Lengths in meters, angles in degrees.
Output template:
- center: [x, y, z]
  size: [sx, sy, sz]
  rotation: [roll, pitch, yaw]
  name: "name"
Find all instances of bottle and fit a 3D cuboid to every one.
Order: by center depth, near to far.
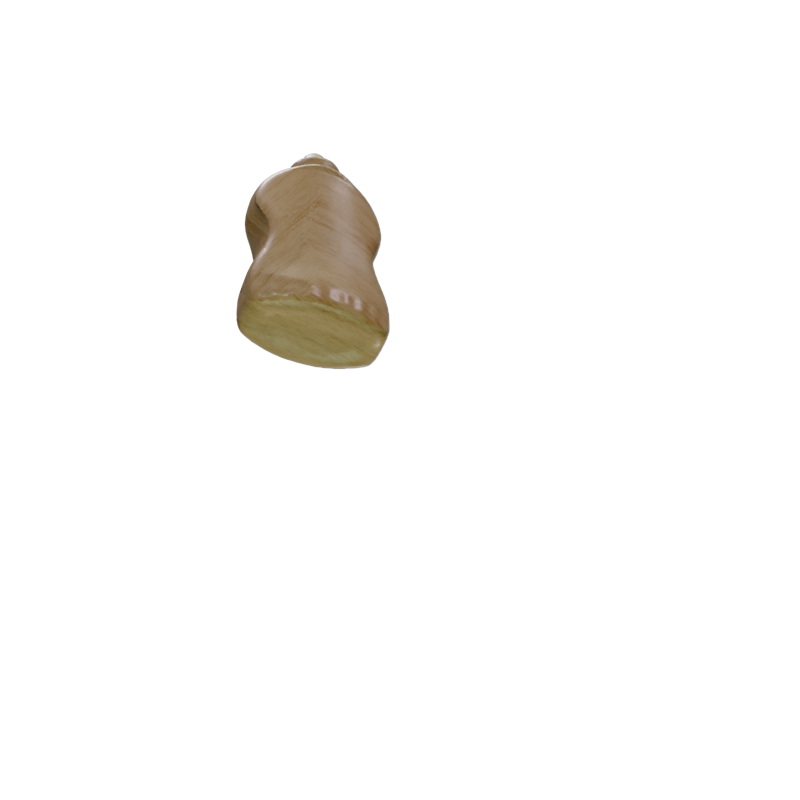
- center: [-0.060, -0.110, 0.766]
  size: [0.094, 0.056, 0.206]
  rotation: [12, 41, -15]
  name: "bottle"
